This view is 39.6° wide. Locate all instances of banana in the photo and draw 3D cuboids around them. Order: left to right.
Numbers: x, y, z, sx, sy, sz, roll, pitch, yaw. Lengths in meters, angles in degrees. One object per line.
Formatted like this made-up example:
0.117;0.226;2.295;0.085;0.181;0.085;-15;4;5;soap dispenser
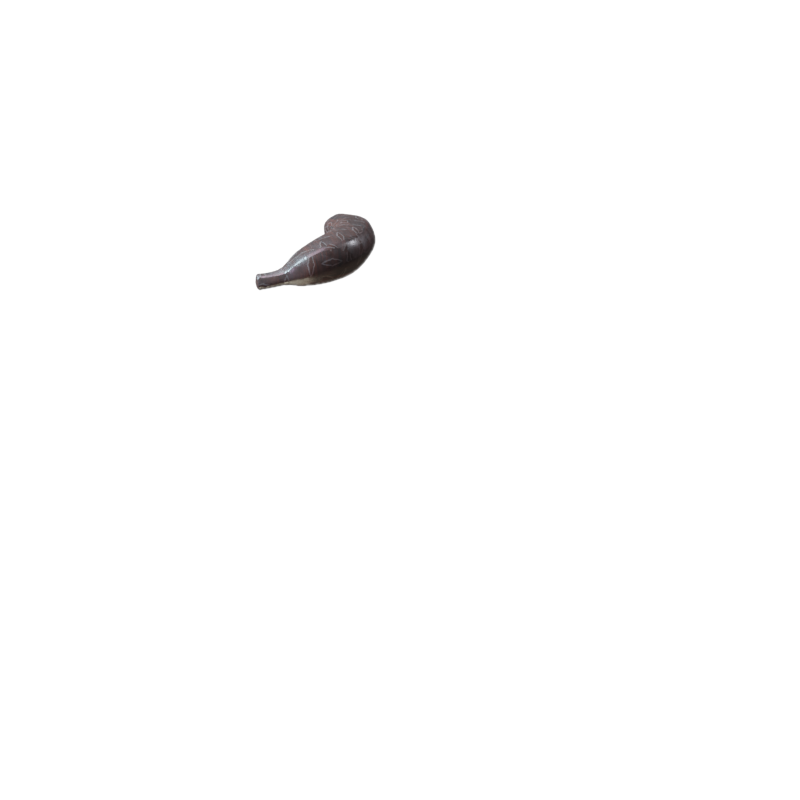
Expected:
-0.055;-0.128;0.909;0.071;0.035;0.201;4;20;13;banana
